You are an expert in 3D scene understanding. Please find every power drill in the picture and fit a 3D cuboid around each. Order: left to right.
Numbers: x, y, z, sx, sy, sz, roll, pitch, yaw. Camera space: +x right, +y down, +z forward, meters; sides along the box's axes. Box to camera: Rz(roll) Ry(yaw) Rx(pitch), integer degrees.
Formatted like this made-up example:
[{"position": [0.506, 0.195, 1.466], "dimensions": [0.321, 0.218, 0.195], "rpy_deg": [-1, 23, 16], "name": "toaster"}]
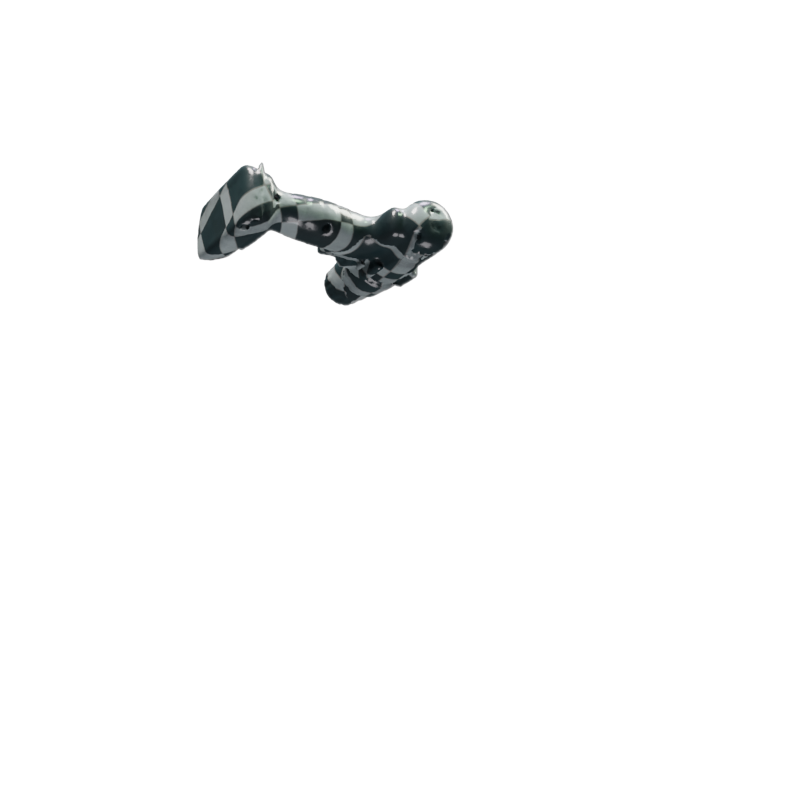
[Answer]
[{"position": [-0.075, -0.136, 0.953], "dimensions": [0.180, 0.060, 0.183], "rpy_deg": [9, -20, -27], "name": "power drill"}]
